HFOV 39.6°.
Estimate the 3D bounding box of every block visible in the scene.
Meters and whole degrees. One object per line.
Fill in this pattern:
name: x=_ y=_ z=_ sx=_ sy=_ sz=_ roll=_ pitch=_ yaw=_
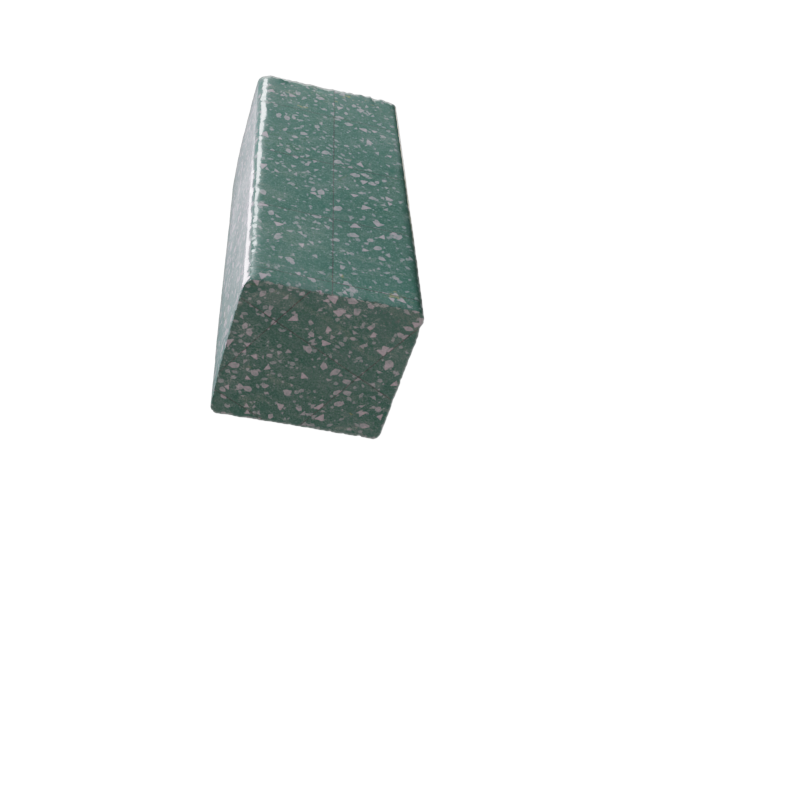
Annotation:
block: x=-0.049 y=-0.090 z=0.625 sx=0.089 sy=0.085 sz=0.221 roll=10 pitch=39 yaw=-12
